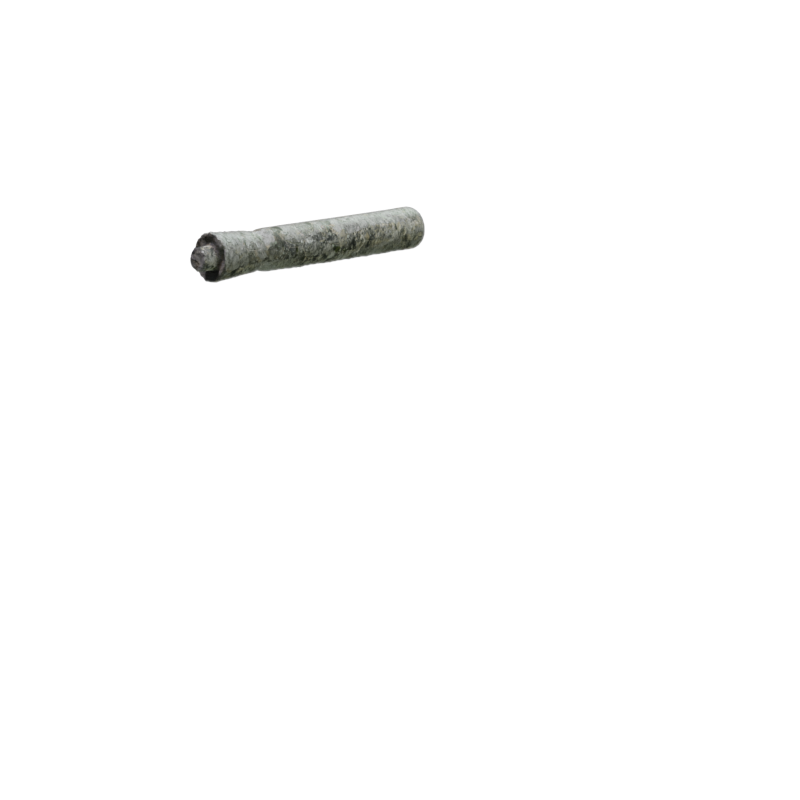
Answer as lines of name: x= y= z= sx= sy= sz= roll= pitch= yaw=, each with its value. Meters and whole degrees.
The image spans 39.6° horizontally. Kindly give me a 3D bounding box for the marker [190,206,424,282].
marker: x=-0.035 y=-0.064 z=0.446 sx=0.021 sy=0.019 sz=0.118 roll=4 pitch=14 yaw=42
